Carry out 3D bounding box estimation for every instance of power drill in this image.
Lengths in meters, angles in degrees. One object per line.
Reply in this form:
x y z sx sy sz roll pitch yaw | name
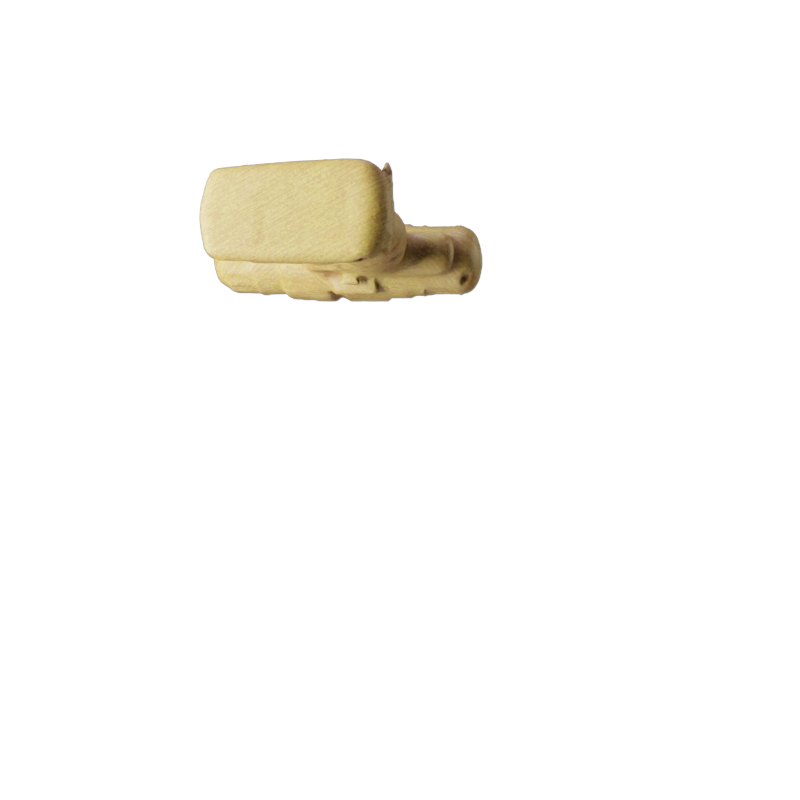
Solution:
-0.053 -0.097 0.681 0.188 0.058 0.181 -1 -3 15 | power drill
